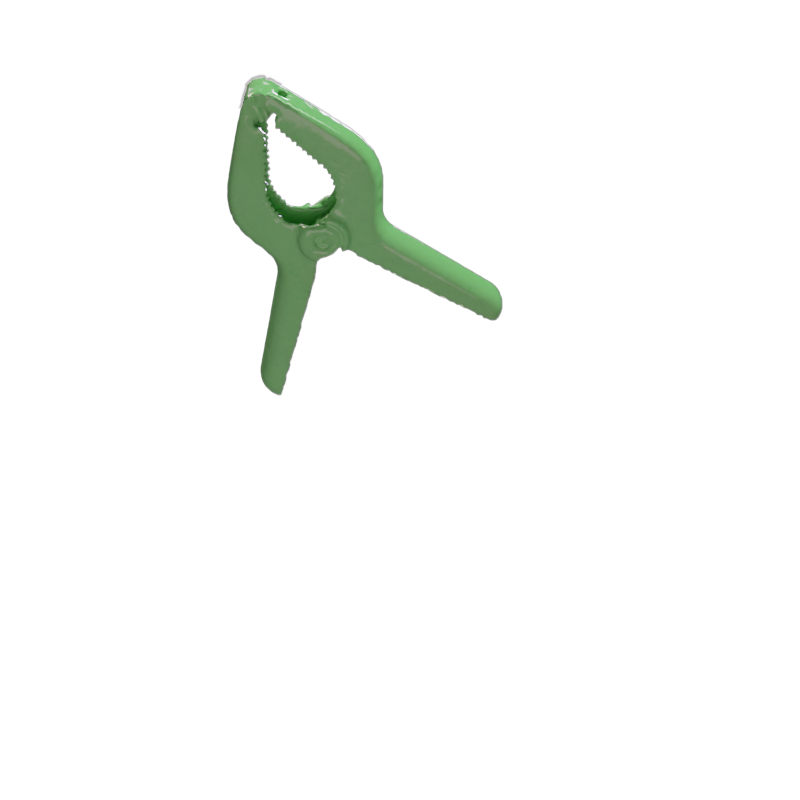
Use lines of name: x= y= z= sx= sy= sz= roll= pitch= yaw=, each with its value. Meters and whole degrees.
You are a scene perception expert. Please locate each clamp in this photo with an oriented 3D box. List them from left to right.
clamp: x=-0.053 y=-0.097 z=0.681 sx=0.165 sy=0.197 sz=0.039 roll=-26 pitch=28 yaw=15
